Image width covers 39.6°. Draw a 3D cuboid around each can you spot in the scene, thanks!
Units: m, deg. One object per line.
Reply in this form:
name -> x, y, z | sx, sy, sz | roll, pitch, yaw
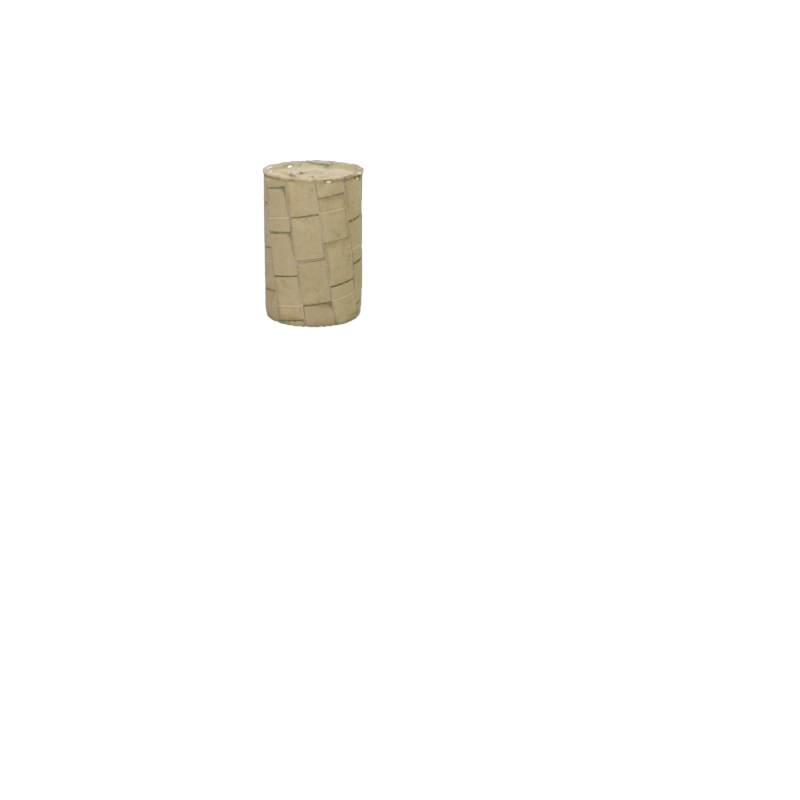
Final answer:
can -> -0.059, -0.108, 0.757 | 0.068, 0.099, 0.071 | 0, 17, -2
